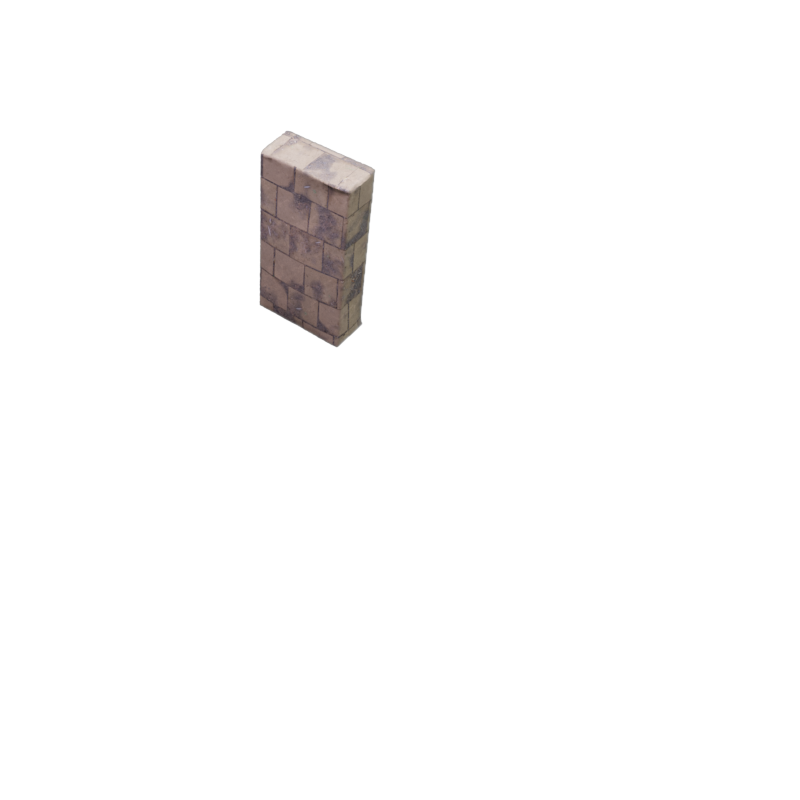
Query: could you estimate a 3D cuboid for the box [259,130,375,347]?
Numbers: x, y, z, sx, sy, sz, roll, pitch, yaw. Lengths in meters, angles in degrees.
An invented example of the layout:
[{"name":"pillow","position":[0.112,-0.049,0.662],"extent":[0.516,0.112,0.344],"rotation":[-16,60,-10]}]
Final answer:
[{"name":"box","position":[-0.075,-0.137,0.957],"extent":[0.098,0.164,0.049],"rotation":[29,50,23]}]
